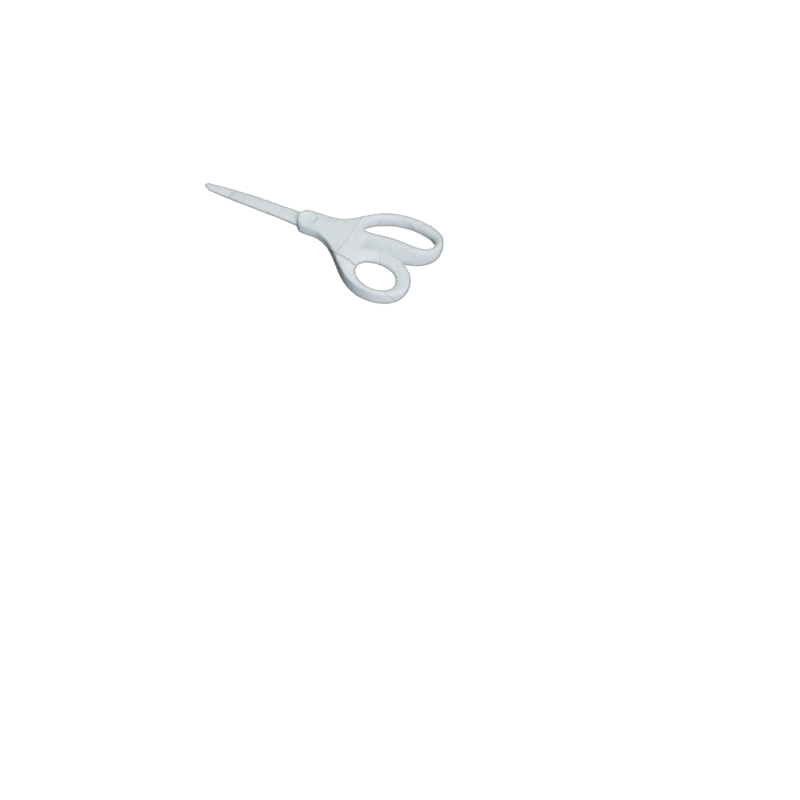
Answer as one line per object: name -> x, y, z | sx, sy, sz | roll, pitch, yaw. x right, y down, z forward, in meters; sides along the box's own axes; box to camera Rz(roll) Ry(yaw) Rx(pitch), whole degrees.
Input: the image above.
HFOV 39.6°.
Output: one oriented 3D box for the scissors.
scissors -> -0.068, -0.125, 0.873 | 0.204, 0.102, 0.015 | 9, -39, 7
